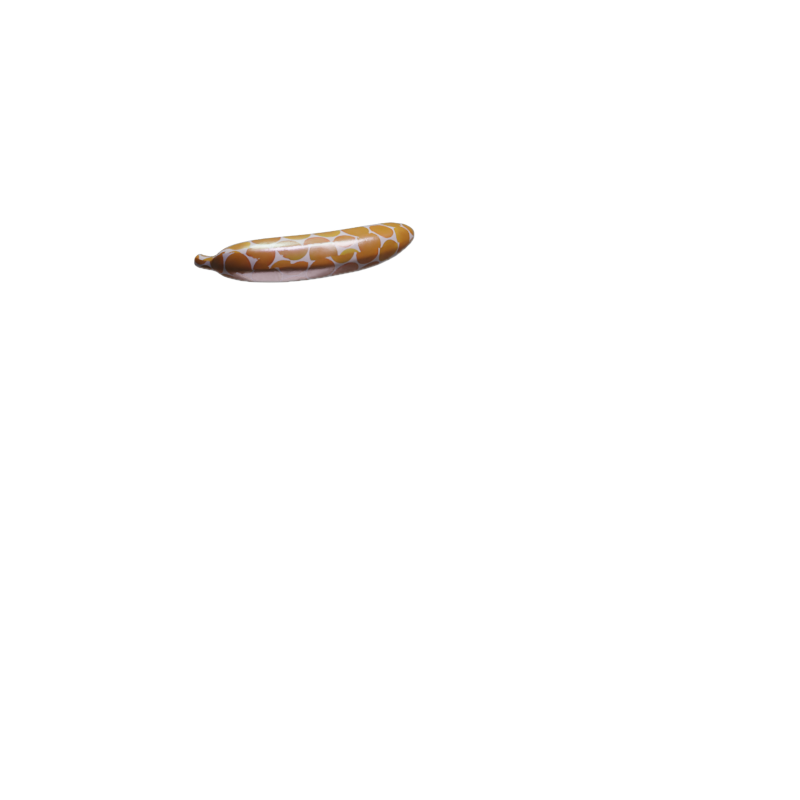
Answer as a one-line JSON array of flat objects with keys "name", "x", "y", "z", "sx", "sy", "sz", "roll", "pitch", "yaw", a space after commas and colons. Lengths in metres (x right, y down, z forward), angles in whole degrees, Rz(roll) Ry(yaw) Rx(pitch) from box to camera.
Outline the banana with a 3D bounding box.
[{"name": "banana", "x": -0.073, "y": -0.128, "z": 0.942, "sx": 0.195, "sy": 0.035, "sz": 0.074, "roll": -8, "pitch": 28, "yaw": -15}]
